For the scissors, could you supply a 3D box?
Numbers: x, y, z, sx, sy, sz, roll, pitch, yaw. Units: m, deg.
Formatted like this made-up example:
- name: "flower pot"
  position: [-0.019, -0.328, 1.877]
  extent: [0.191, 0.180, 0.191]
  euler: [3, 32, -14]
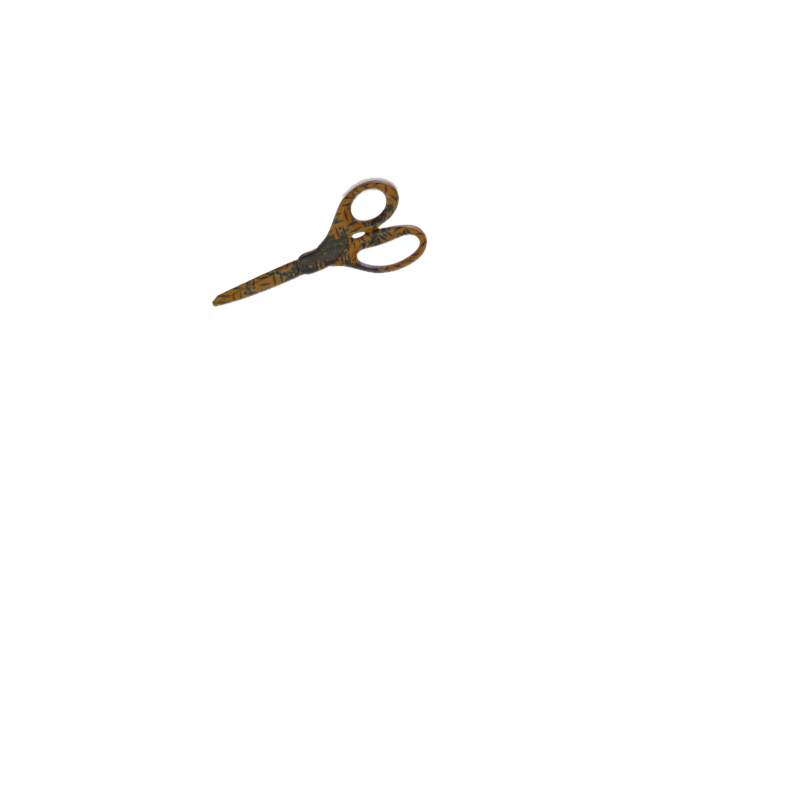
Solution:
- name: "scissors"
  position: [-0.078, -0.142, 0.995]
  extent: [0.202, 0.092, 0.016]
  euler: [-8, 20, 3]
